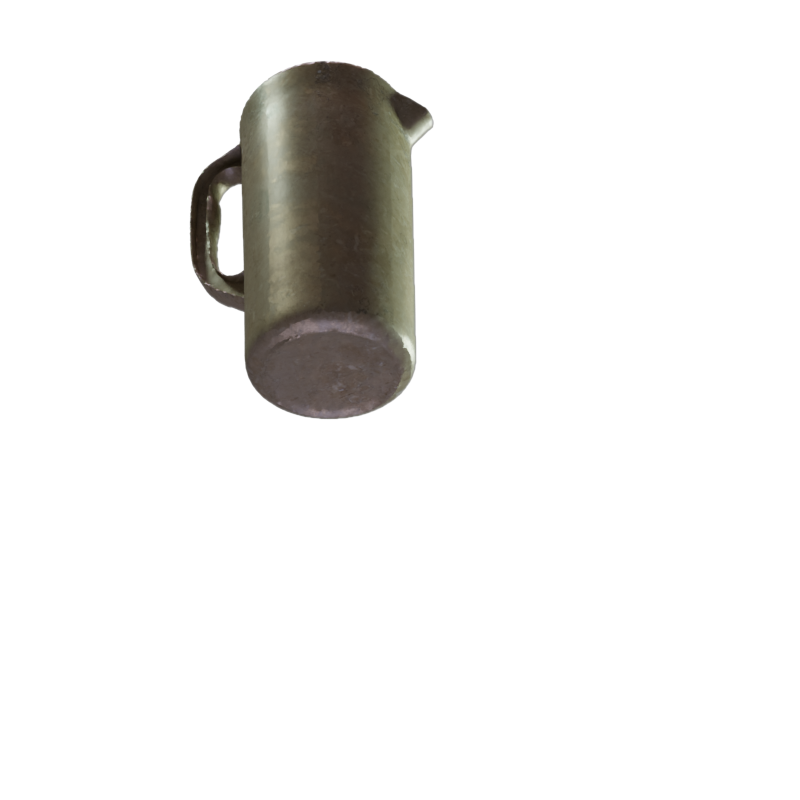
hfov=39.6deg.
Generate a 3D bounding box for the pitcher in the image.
[{"bbox_3d":[-0.061,-0.111,0.774,0.139,0.261,0.144,18,-45,-22],"label":"pitcher"}]
